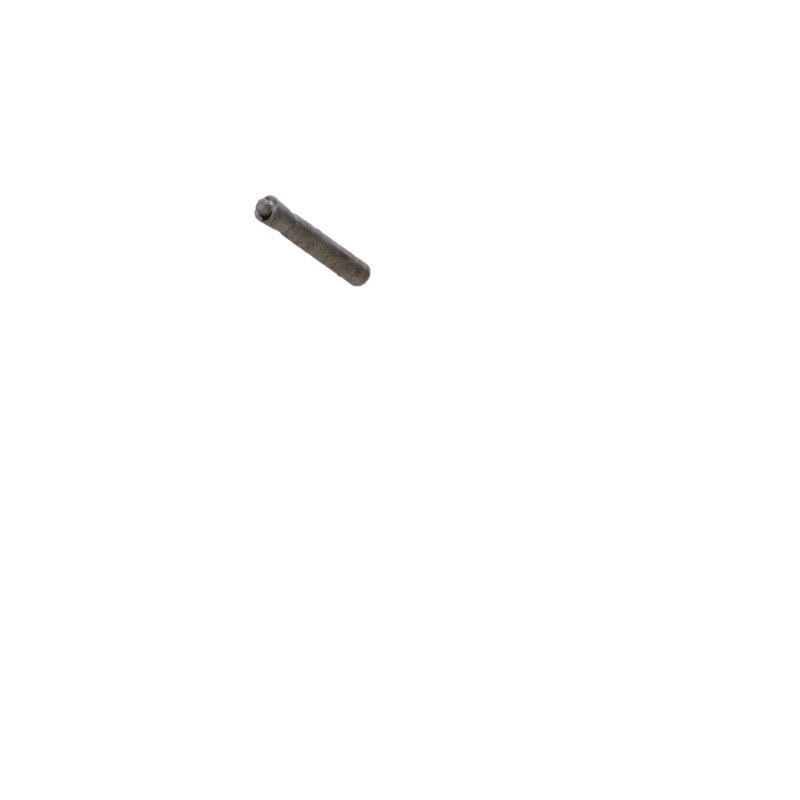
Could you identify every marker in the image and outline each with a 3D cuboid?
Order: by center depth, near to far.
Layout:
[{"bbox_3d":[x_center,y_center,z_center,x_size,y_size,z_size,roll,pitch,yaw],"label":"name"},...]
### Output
[{"bbox_3d":[-0.059,-0.108,0.753,0.020,0.020,0.113,3,-17,35],"label":"marker"}]
